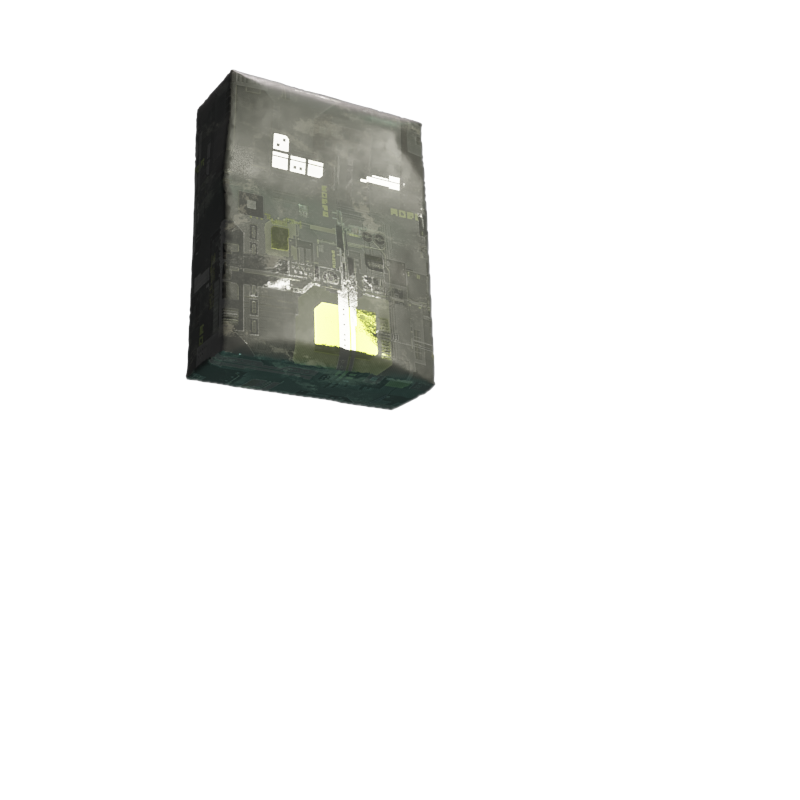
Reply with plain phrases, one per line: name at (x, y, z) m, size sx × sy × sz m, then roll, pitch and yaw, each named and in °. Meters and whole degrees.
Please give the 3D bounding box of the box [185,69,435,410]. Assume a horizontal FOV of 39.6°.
box at (-0.062, -0.112, 0.787) m, size 0.157 × 0.225 × 0.071 m, roll 10°, pitch -26°, yaw -27°
